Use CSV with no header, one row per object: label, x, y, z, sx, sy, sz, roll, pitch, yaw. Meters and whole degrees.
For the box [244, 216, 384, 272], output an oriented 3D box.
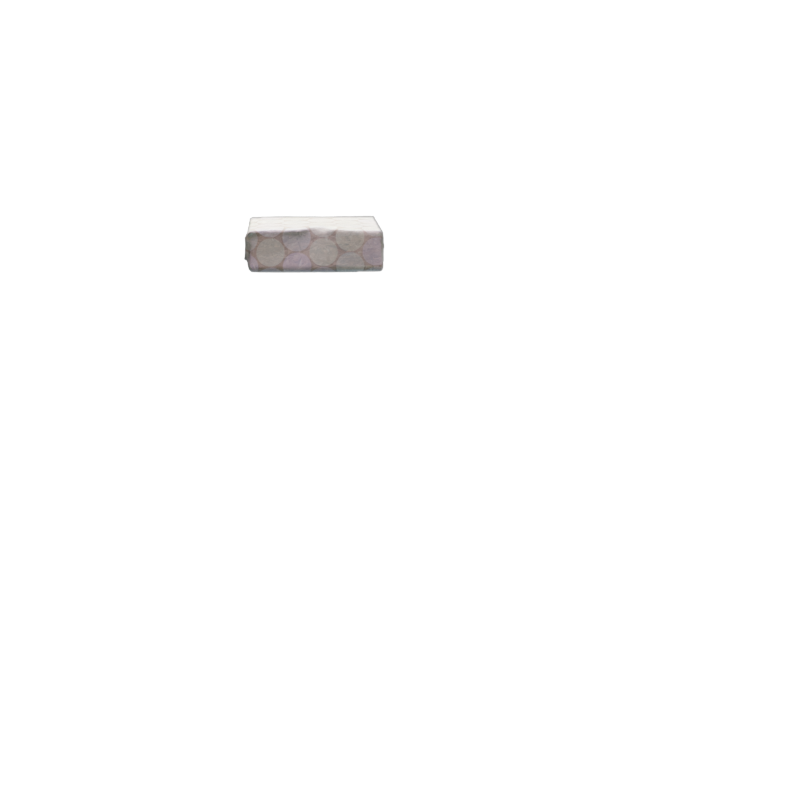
box,-0.058,-0.106,0.740,0.089,0.029,0.075,-1,15,-3
